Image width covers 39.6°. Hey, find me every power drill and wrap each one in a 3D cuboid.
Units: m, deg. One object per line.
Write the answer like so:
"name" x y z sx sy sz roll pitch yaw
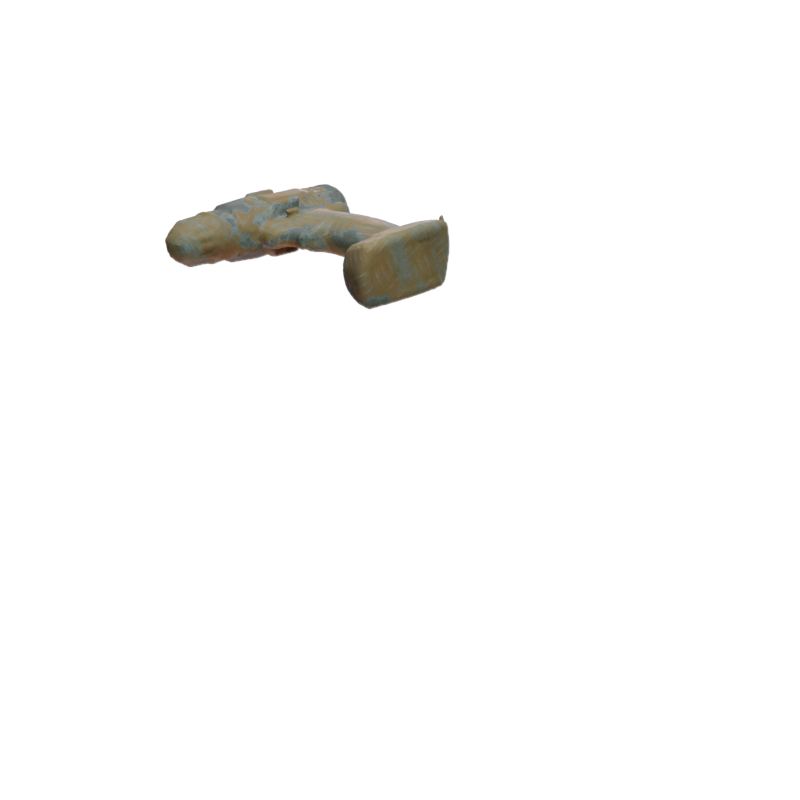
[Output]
"power drill" -0.070 -0.128 0.894 0.199 0.055 0.182 23 34 39
